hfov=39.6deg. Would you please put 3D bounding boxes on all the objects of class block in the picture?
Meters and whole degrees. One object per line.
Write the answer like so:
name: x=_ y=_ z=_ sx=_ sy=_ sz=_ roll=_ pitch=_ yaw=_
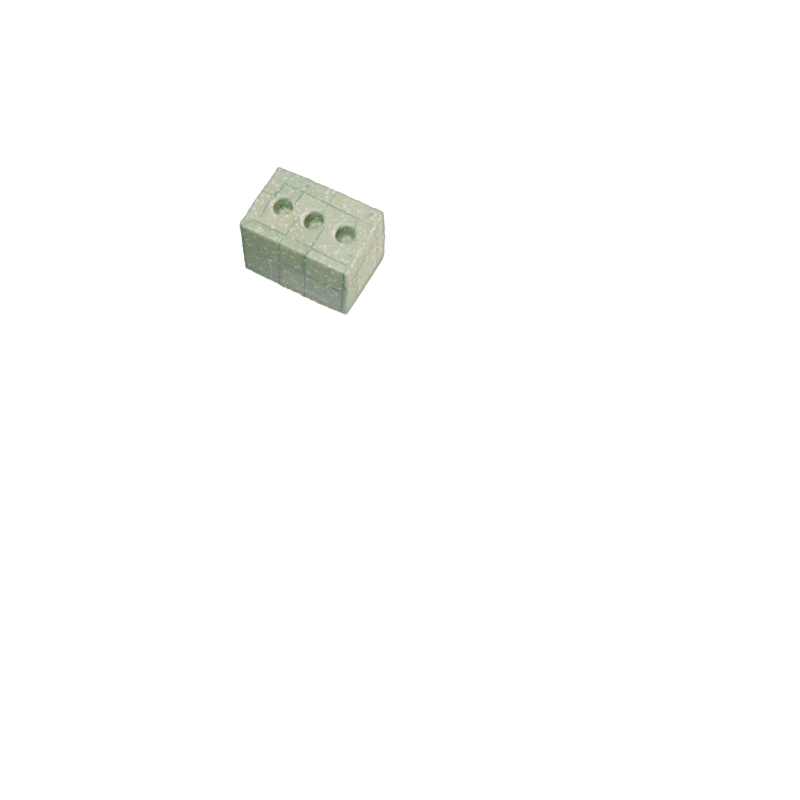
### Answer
block: x=-0.055 y=-0.100 z=0.701 sx=0.080 sy=0.054 sz=0.048 roll=25 pitch=-28 yaw=13
